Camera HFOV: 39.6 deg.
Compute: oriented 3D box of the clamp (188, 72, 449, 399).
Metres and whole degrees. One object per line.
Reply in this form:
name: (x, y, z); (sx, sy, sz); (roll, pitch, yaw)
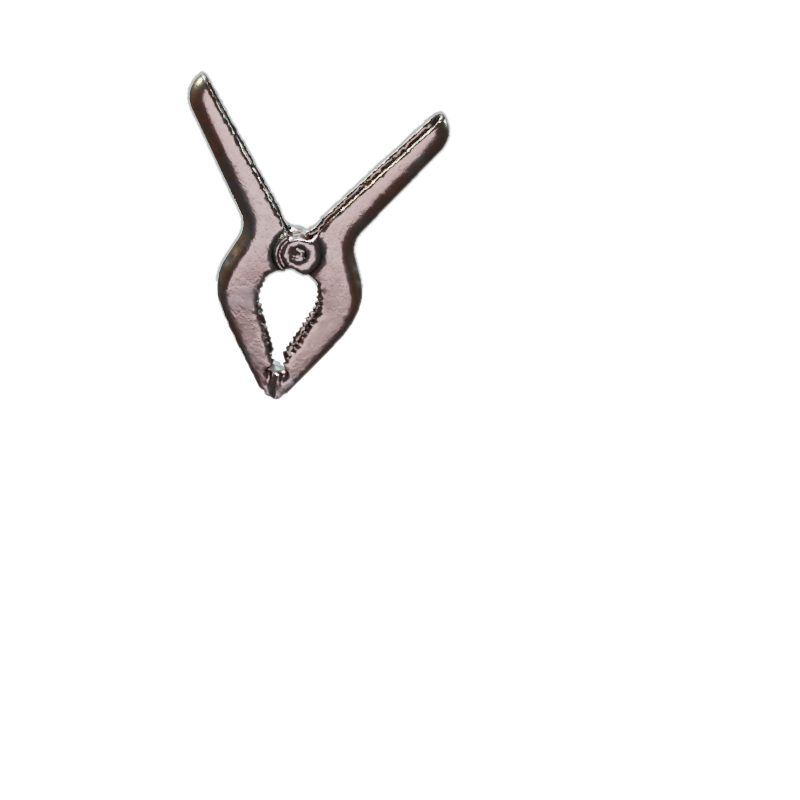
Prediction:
clamp: (-0.056, -0.102, 0.718); (0.164, 0.203, 0.038); (3, 15, -1)
